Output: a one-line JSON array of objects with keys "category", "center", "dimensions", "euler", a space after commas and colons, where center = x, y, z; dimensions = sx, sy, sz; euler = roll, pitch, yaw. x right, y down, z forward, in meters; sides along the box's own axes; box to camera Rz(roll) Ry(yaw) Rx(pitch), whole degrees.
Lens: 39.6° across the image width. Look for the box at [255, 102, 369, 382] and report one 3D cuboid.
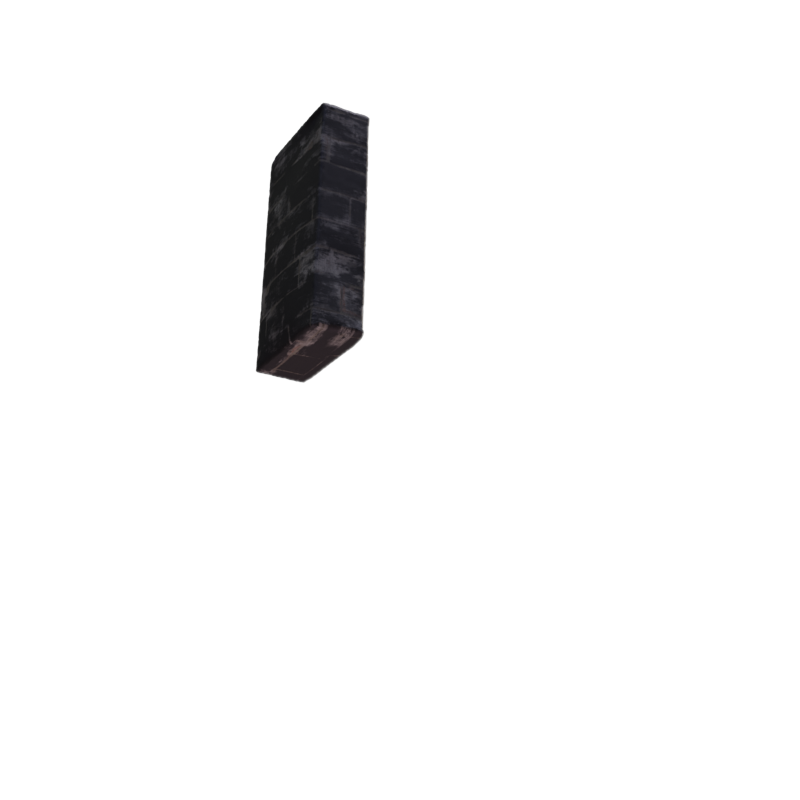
[{"category": "box", "center": [-0.062, -0.112, 0.784], "dimensions": [0.046, 0.187, 0.092], "euler": [13, -30, -27]}]
